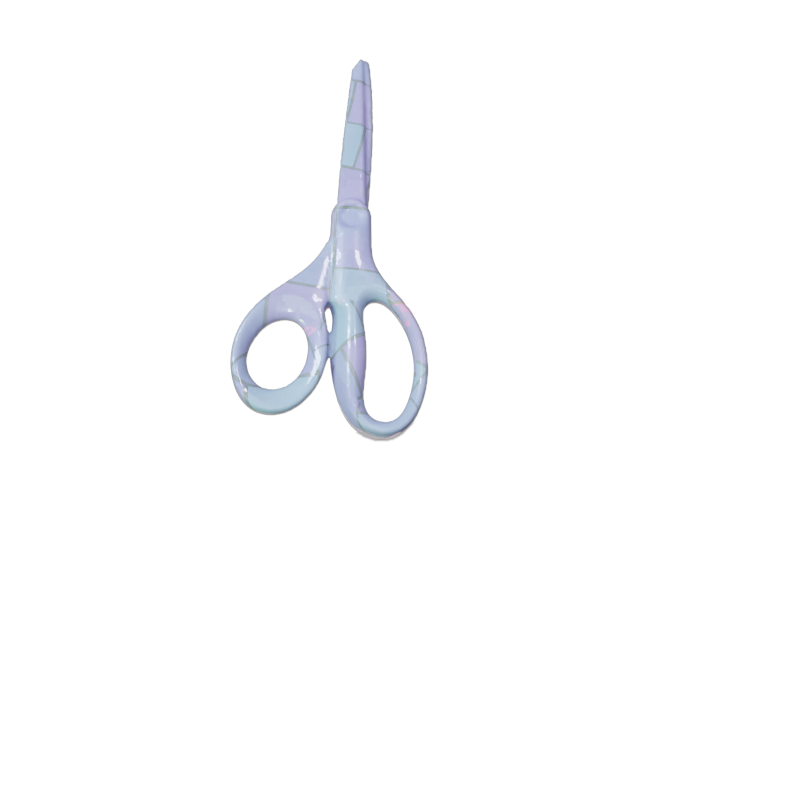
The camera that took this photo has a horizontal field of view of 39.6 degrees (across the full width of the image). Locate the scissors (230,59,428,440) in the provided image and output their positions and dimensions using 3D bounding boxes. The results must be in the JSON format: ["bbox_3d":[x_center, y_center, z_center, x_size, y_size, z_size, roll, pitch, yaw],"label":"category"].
[{"bbox_3d":[-0.041,-0.075,0.523,0.096,0.215,0.015,-11,-27,-6],"label":"scissors"}]
